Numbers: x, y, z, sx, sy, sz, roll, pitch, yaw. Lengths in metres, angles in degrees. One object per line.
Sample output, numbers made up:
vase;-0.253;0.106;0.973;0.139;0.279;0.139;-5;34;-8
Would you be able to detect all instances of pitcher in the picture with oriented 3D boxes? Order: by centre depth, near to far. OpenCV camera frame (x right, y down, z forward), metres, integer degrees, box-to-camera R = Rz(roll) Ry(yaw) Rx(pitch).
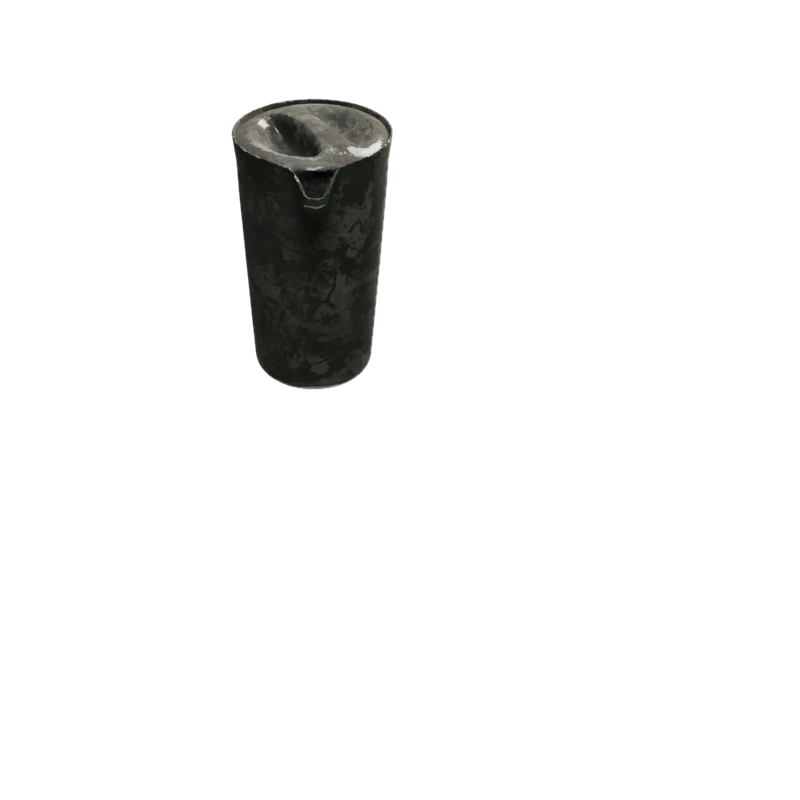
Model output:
pitcher;-0.077;-0.141;0.985;0.154;0.228;0.150;26;41;31
